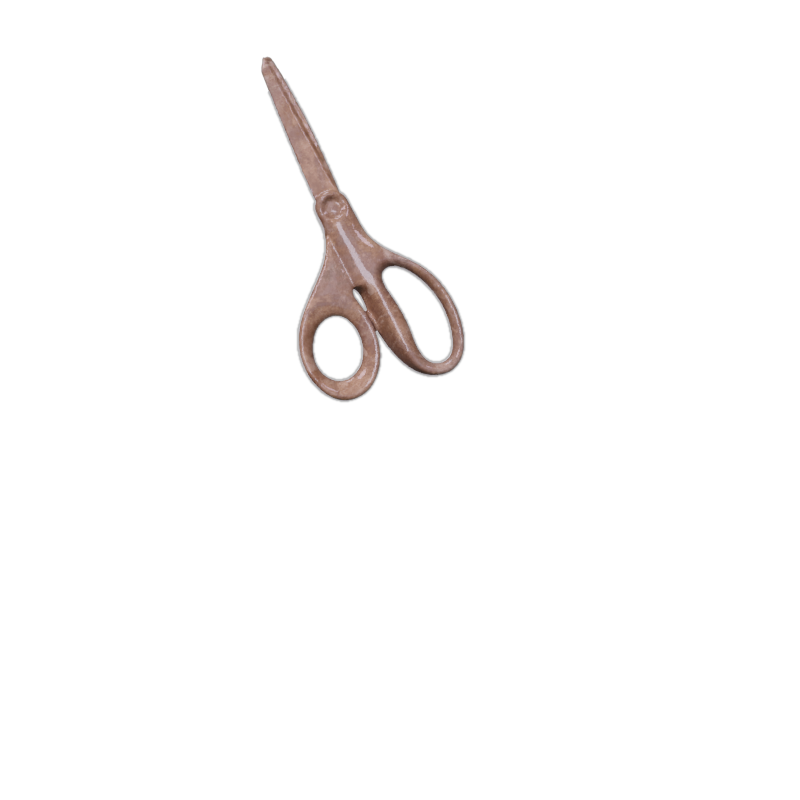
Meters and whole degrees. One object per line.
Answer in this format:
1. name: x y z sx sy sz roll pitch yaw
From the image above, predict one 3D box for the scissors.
1. scissors: -0.047 -0.086 0.604 0.096 0.207 0.015 -38 -10 -8
